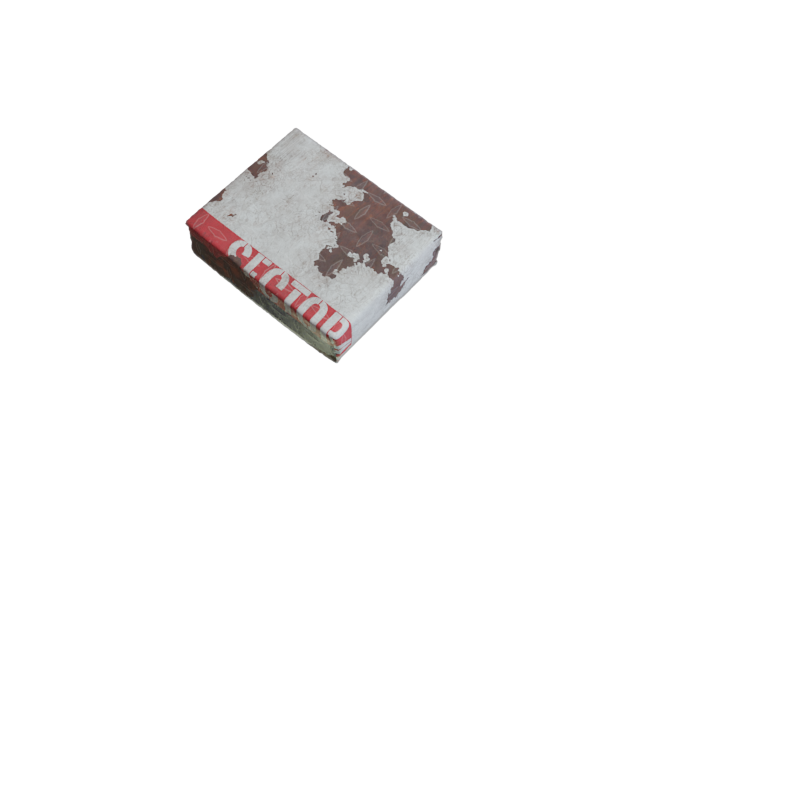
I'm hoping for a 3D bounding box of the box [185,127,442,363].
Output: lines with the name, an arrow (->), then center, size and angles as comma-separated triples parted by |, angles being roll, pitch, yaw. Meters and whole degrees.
box -> -0.048, -0.088, 0.615 | 0.119, 0.091, 0.037 | 38, -23, 18
